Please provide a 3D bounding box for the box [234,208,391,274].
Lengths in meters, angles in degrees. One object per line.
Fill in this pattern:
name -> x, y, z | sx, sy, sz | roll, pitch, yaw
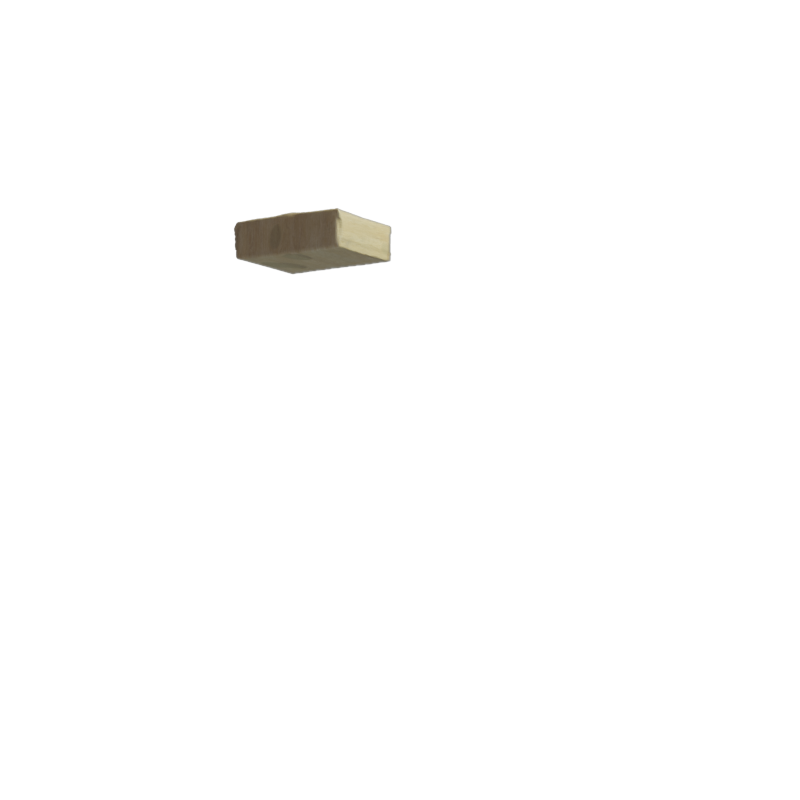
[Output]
box -> -0.062, -0.113, 0.790 | 0.092, 0.031, 0.070 | -2, -5, 31
